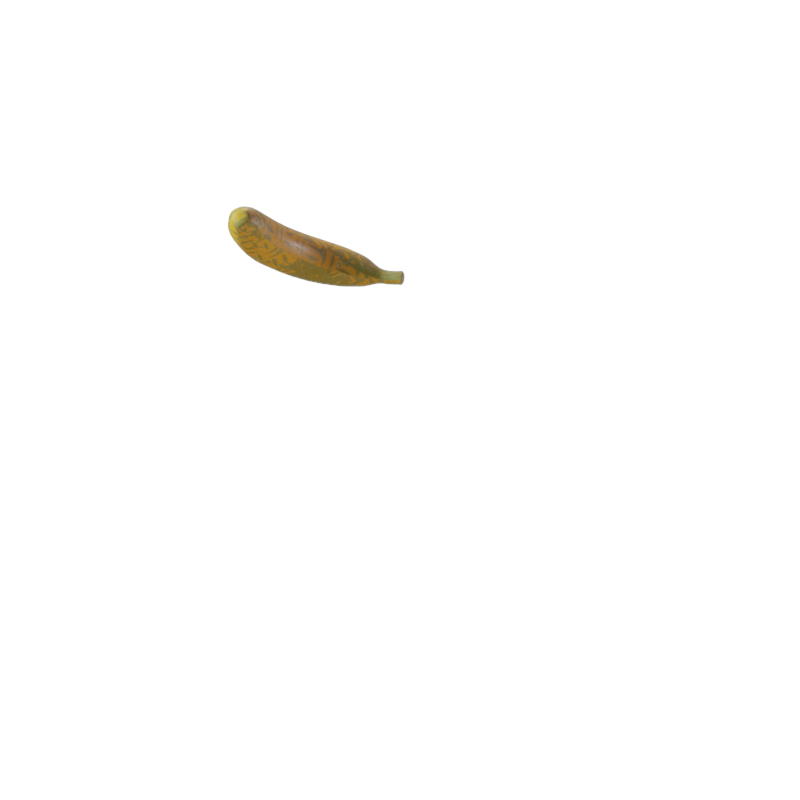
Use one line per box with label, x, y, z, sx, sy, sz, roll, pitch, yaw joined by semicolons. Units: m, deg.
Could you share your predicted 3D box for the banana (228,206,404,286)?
banana;-0.084;-0.128;0.936;0.071;0.038;0.187;-13;-18;42
